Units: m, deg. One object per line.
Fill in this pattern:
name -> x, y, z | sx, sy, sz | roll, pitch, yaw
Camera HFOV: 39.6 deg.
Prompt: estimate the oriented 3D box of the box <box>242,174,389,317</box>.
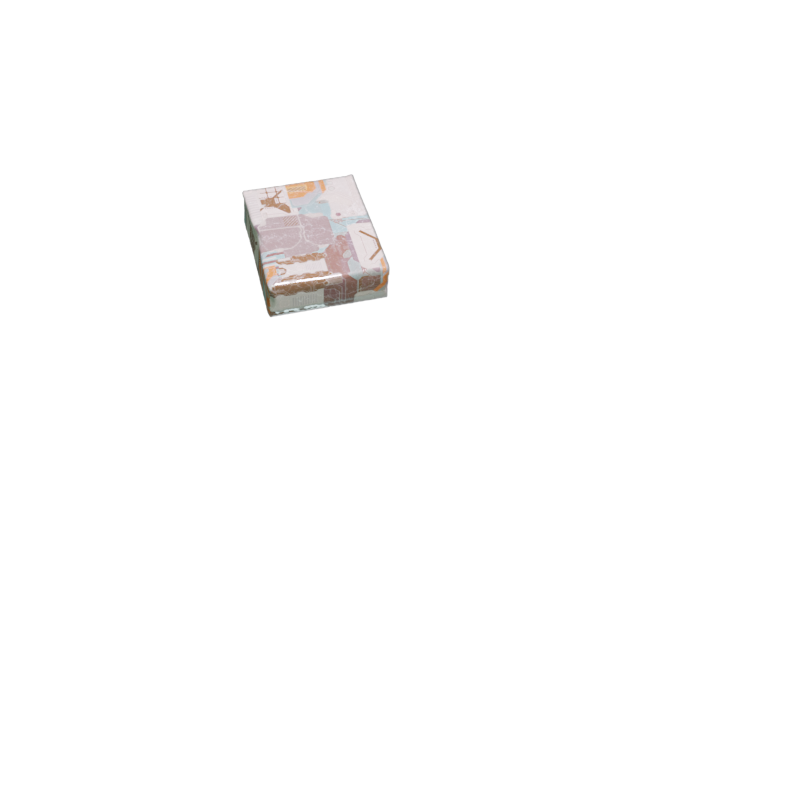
box -> -0.053, -0.097, 0.677 | 0.072, 0.097, 0.028 | -10, -41, -10
